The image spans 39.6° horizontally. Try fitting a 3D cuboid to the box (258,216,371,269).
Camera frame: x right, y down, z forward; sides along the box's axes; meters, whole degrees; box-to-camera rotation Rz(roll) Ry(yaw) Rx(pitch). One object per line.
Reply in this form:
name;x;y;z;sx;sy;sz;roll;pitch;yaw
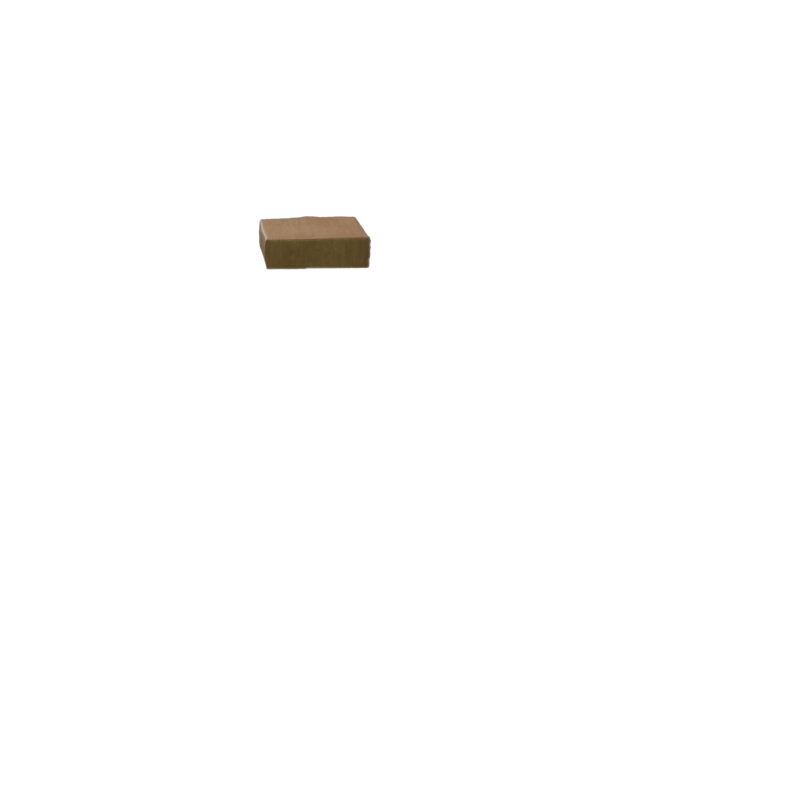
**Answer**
box;-0.074;-0.136;0.950;0.088;0.029;0.077;-3;21;-8
